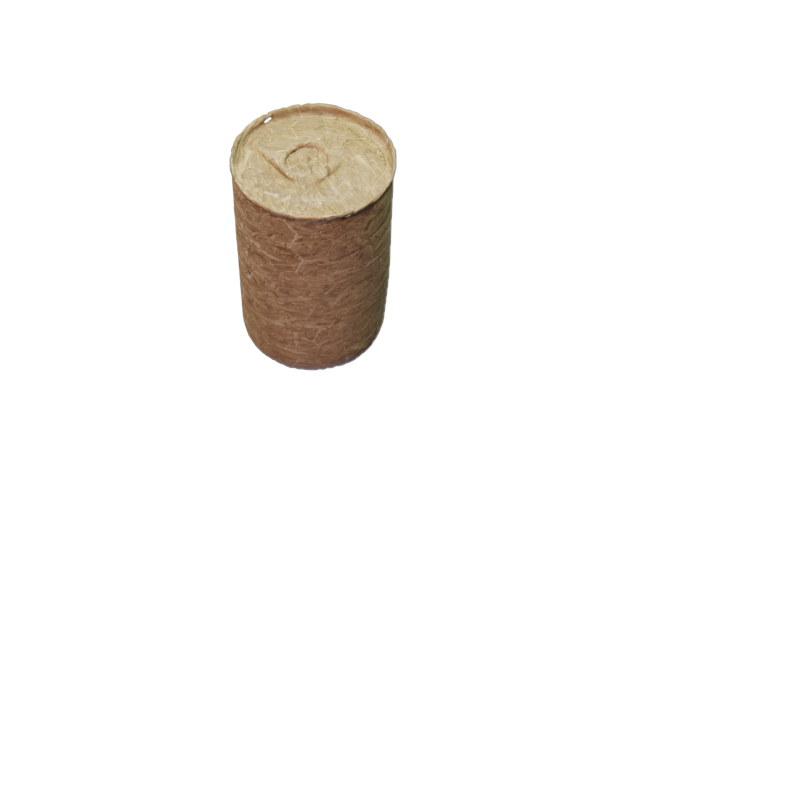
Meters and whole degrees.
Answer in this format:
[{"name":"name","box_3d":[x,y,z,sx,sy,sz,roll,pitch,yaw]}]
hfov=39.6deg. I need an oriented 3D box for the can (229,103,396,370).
[{"name":"can","box_3d":[-0.038,-0.069,0.484,0.068,0.073,0.095,0,-38,-3]}]
